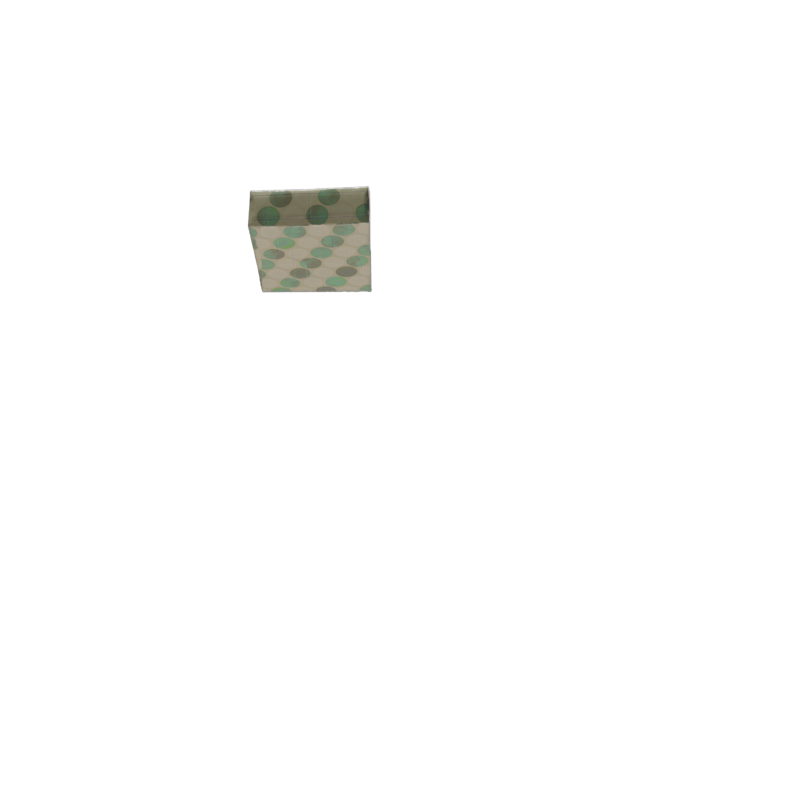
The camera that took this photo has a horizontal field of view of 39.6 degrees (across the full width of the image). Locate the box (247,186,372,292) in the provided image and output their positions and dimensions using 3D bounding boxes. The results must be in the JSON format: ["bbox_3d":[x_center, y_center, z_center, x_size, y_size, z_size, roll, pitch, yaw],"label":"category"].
[{"bbox_3d":[-0.055,-0.100,0.698,0.073,0.032,0.084,-1,-24,1],"label":"box"}]
